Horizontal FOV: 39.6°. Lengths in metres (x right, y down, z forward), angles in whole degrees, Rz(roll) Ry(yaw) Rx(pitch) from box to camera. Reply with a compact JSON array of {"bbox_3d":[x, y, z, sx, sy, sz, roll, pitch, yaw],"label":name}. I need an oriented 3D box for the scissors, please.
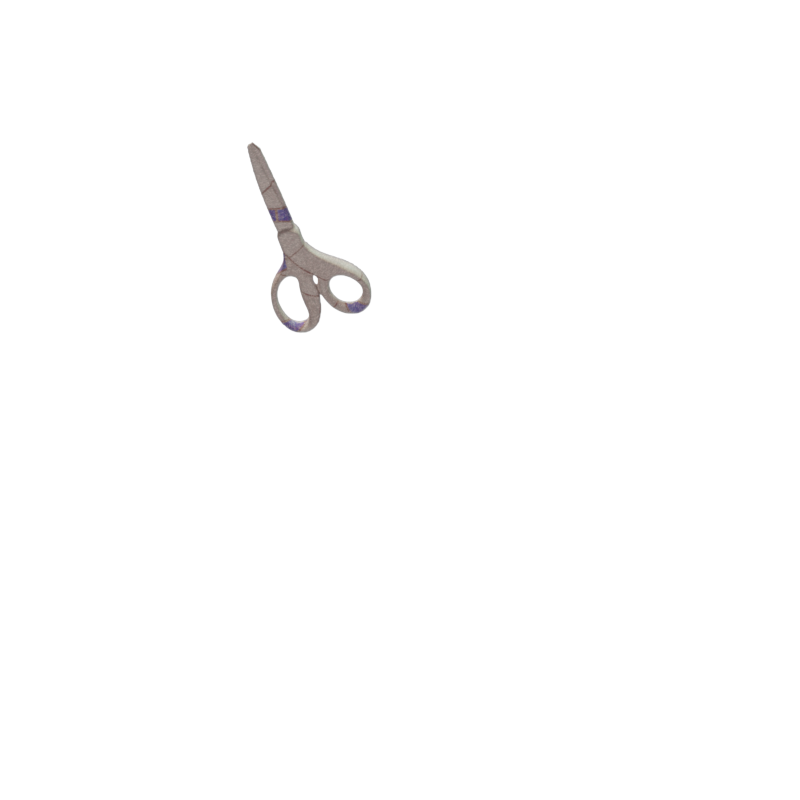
[{"bbox_3d":[-0.072,-0.132,0.921,0.096,0.188,0.017,0,44,0],"label":"scissors"}]
